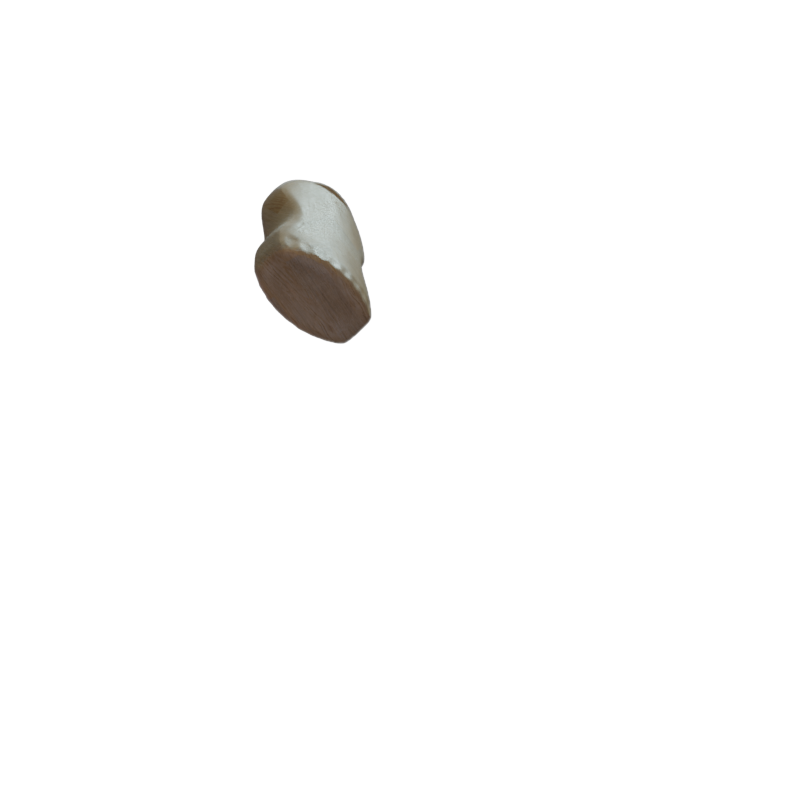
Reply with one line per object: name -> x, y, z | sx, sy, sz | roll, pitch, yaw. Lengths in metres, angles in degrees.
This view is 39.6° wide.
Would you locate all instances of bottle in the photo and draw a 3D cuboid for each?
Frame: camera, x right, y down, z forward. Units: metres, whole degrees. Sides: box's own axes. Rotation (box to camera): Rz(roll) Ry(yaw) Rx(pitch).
bottle -> -0.070, -0.128, 0.898 | 0.092, 0.057, 0.204 | 36, 23, -22
